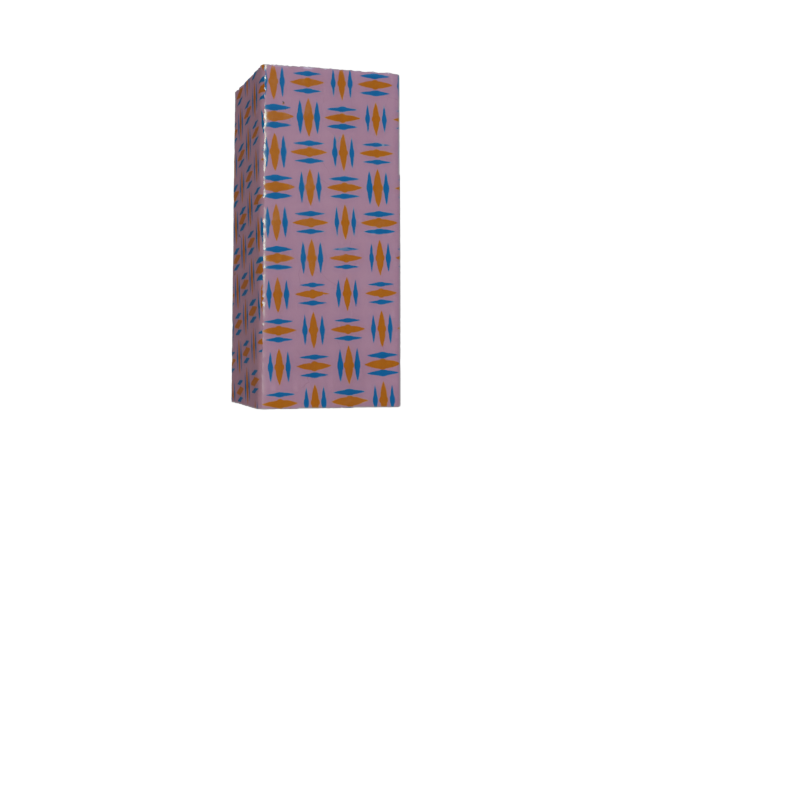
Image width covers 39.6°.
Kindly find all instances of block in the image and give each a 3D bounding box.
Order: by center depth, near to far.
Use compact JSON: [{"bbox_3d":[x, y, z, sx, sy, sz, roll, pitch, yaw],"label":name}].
[{"bbox_3d":[-0.055,-0.101,0.709,0.089,0.209,0.091,1,-4,-18],"label":"block"}]
